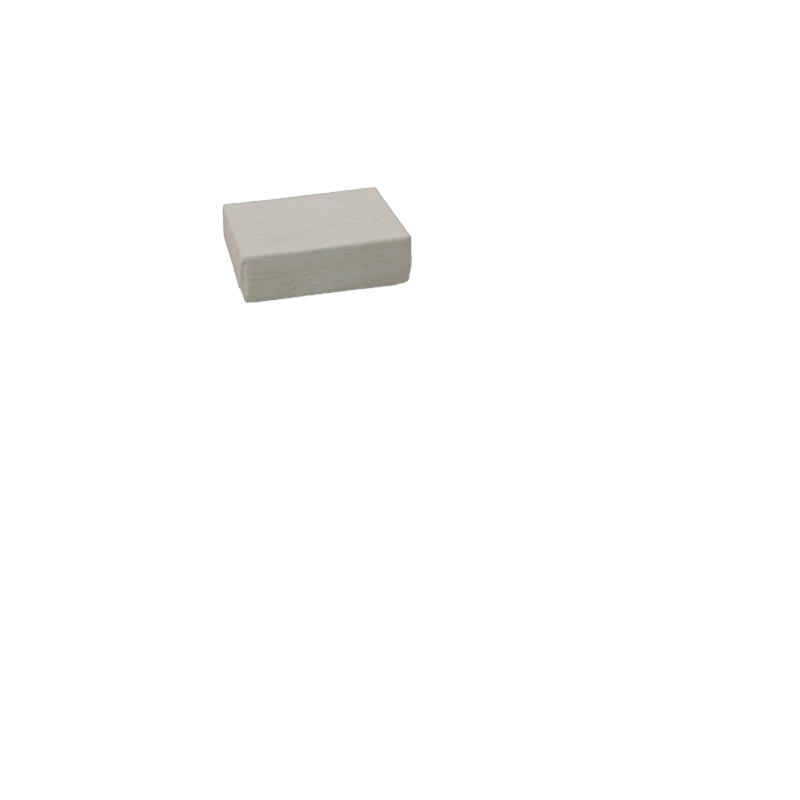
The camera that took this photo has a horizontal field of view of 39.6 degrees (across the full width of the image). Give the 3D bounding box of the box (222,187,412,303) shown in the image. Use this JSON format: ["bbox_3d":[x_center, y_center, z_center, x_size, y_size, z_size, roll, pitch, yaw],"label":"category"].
[{"bbox_3d":[-0.058,-0.106,0.742,0.112,0.037,0.096,-7,32,-12],"label":"box"}]
